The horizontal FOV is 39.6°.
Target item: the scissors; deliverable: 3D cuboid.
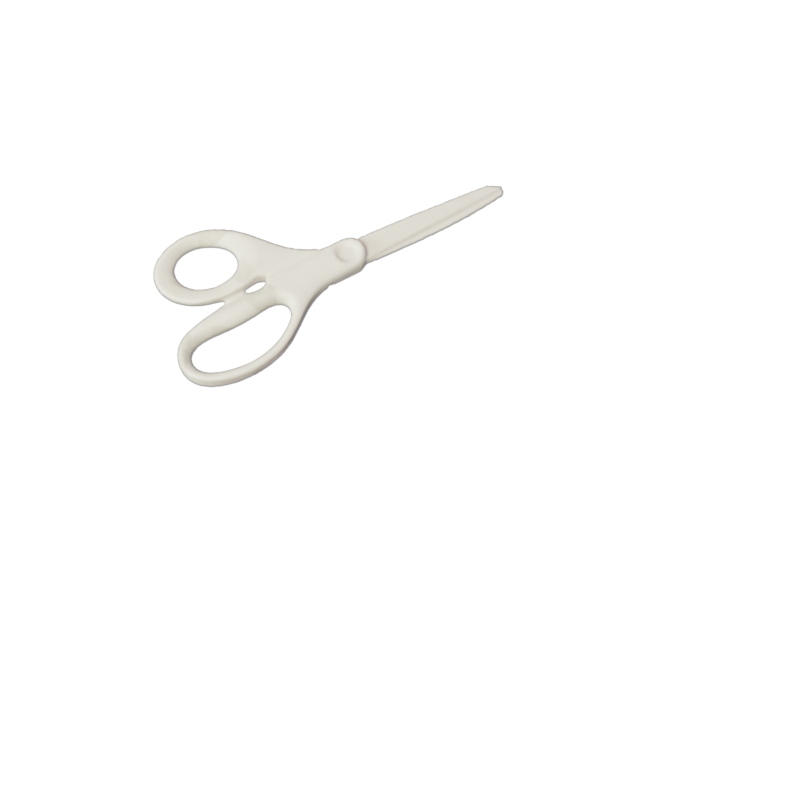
[{"bbox_3d":[-0.047,-0.086,0.603,0.203,0.101,0.015,-40,-20,-19],"label":"scissors"}]
